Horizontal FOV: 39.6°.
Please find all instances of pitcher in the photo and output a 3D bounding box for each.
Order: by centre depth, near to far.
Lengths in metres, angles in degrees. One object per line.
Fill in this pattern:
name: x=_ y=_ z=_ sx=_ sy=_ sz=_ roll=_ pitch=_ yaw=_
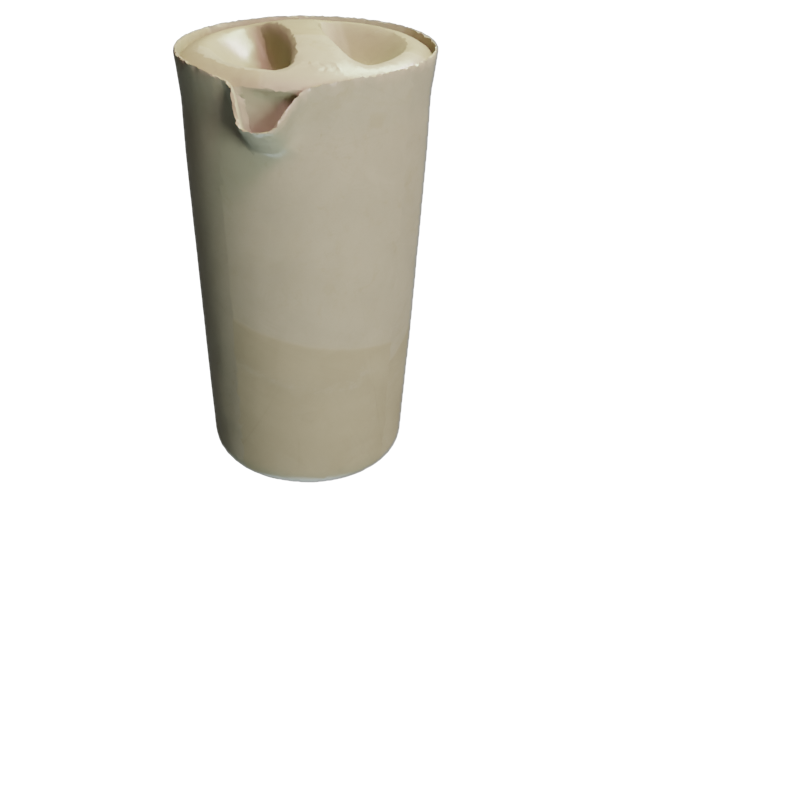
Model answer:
pitcher: x=-0.048 y=-0.088 z=0.616 sx=0.147 sy=0.230 sz=0.156 roll=-16 pitch=32 yaw=-29
